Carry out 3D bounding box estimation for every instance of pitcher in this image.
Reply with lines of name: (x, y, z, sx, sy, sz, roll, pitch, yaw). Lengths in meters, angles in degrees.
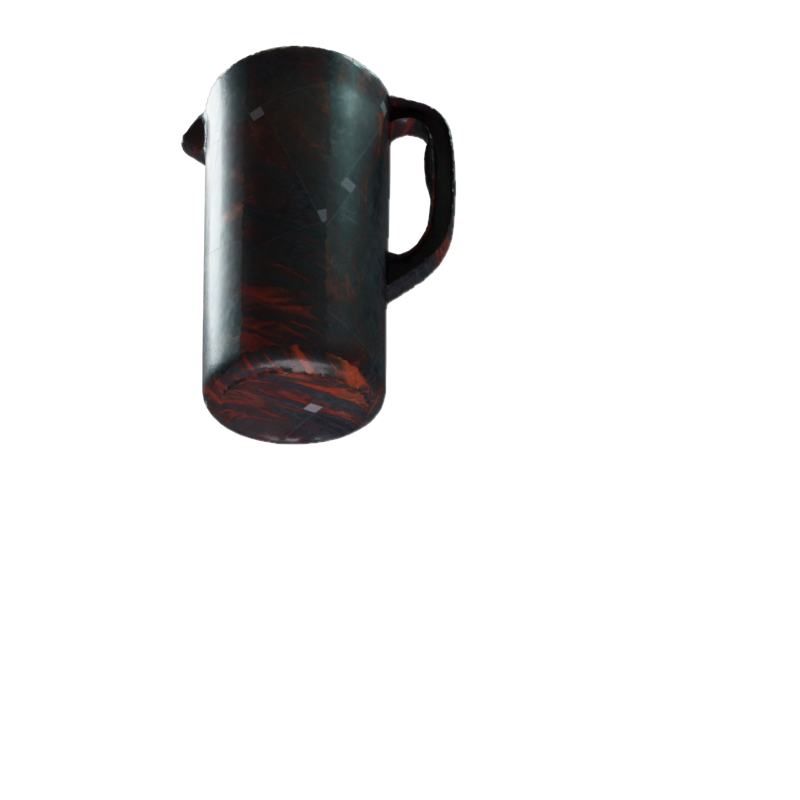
pitcher: (-0.056, -0.102, 0.713, 0.137, 0.260, 0.148, 23, -41, -33)
